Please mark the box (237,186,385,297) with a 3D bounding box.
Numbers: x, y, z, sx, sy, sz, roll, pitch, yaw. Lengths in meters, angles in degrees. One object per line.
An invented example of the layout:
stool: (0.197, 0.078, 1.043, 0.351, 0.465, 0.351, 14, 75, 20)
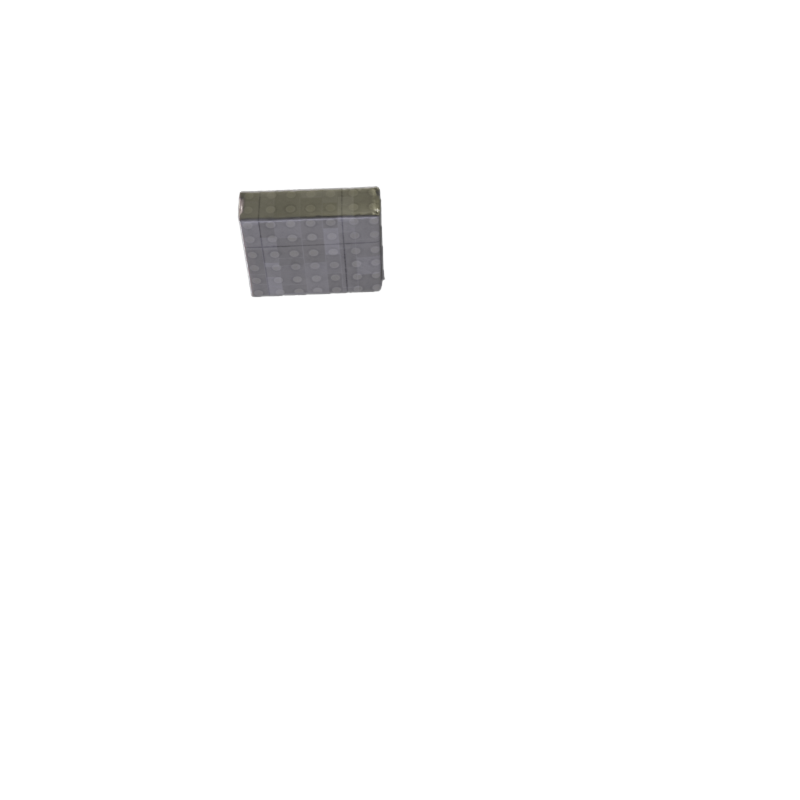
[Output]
box: (-0.055, -0.101, 0.709, 0.089, 0.032, 0.068, -2, -38, 2)
